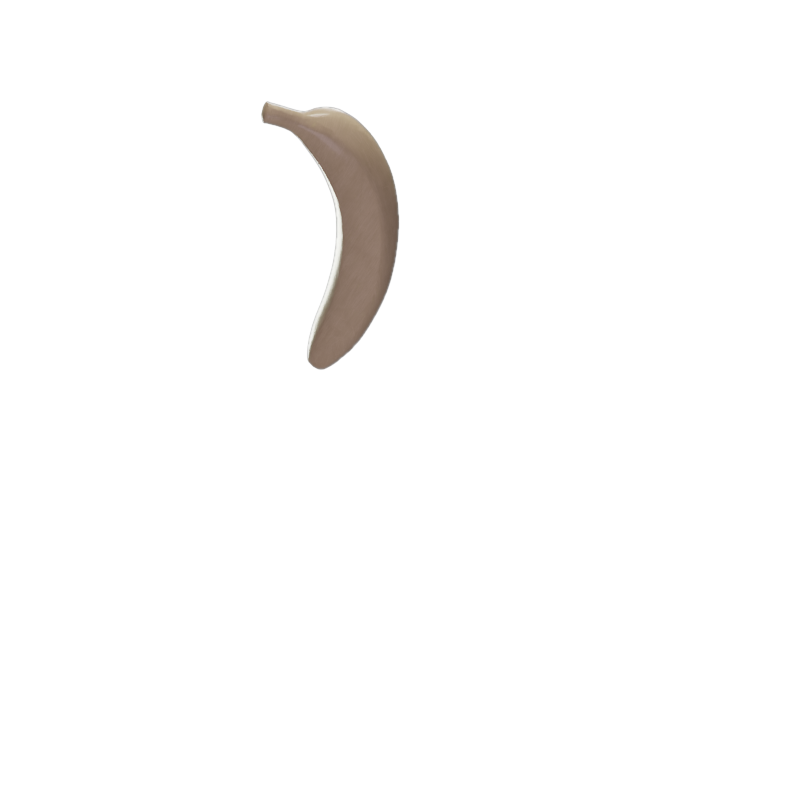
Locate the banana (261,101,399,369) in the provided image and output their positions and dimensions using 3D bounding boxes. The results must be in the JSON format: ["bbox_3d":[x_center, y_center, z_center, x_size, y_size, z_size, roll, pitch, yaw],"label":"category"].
[{"bbox_3d":[-0.034,-0.100,0.666,0.070,0.184,0.039,-5,38,3],"label":"banana"}]
